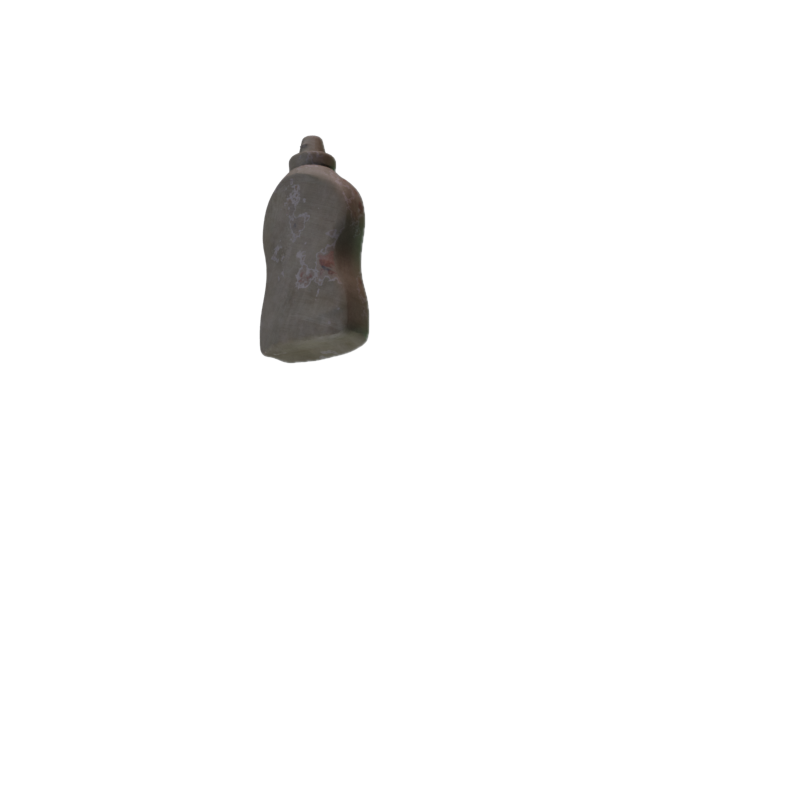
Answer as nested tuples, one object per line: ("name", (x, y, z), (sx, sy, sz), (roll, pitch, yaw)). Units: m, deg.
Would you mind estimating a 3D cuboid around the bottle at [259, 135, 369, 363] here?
("bottle", (-0.073, -0.133, 0.929), (0.097, 0.201, 0.055), (-17, -26, 37))
